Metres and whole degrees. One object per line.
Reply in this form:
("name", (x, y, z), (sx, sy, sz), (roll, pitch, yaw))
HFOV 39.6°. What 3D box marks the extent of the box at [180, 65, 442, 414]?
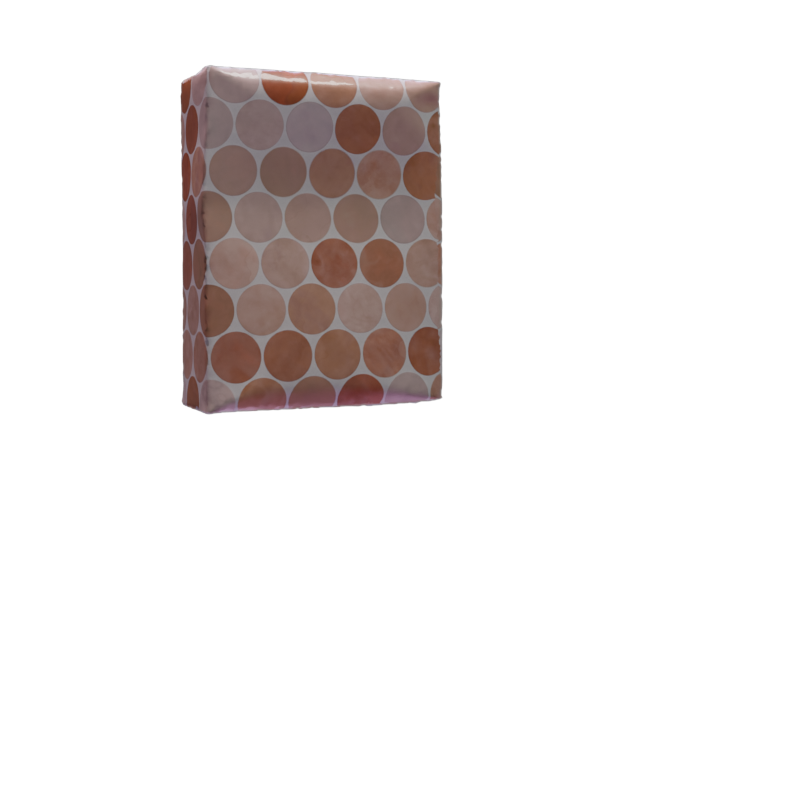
("box", (-0.056, -0.103, 0.721), (0.160, 0.214, 0.074), (-1, -1, -22))
